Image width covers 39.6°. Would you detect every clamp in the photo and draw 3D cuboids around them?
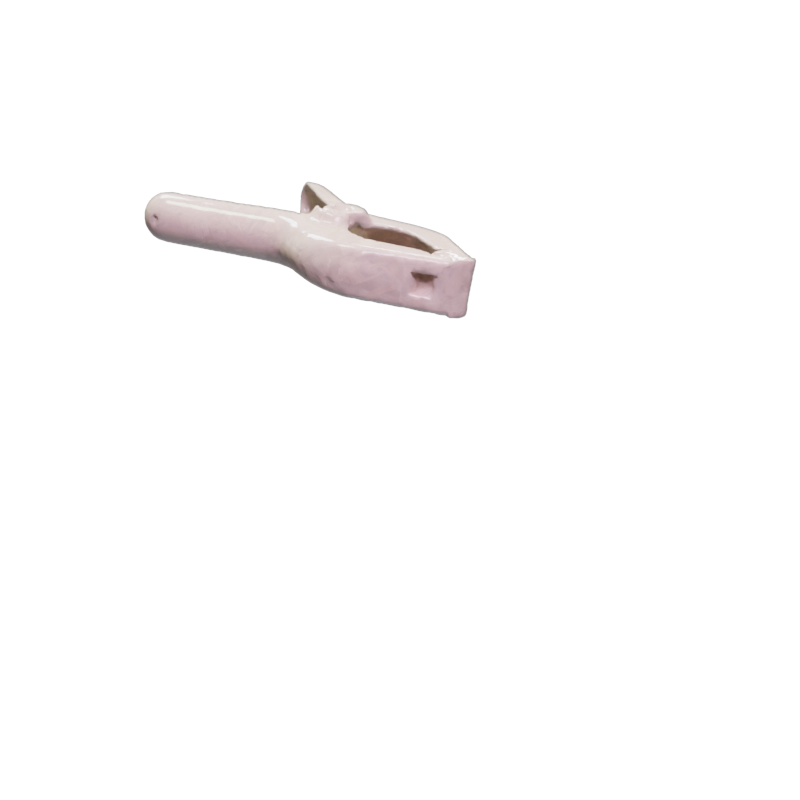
[{"bbox_3d":[-0.042,-0.077,0.539,0.118,0.038,0.183,-15,27,-33],"label":"clamp"}]
